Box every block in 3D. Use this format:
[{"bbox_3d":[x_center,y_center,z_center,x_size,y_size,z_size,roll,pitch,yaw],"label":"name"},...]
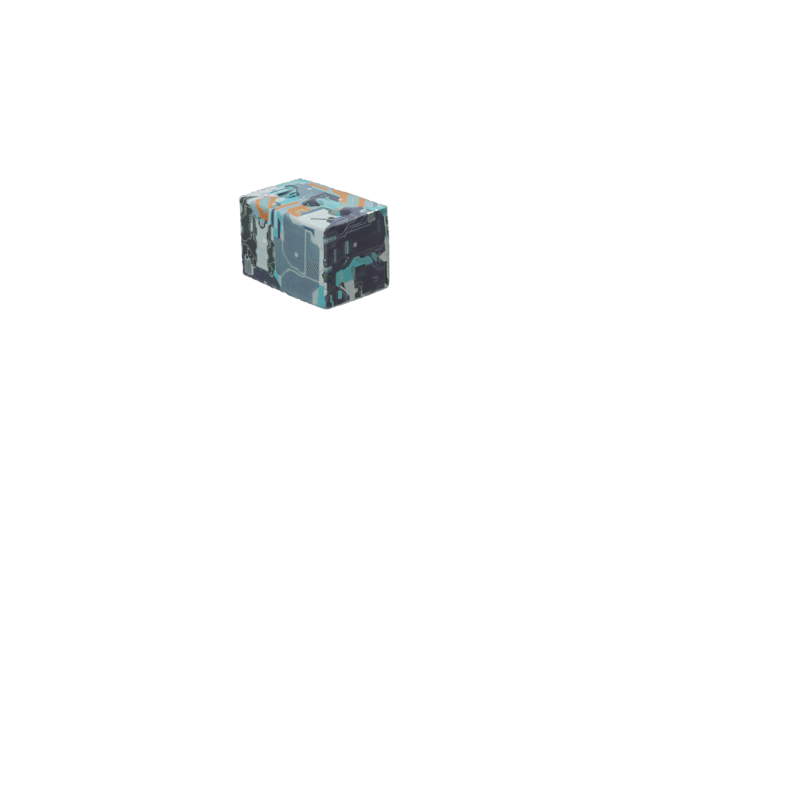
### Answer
[{"bbox_3d":[-0.051,-0.094,0.657,0.083,0.049,0.052,24,33,39],"label":"block"}]
